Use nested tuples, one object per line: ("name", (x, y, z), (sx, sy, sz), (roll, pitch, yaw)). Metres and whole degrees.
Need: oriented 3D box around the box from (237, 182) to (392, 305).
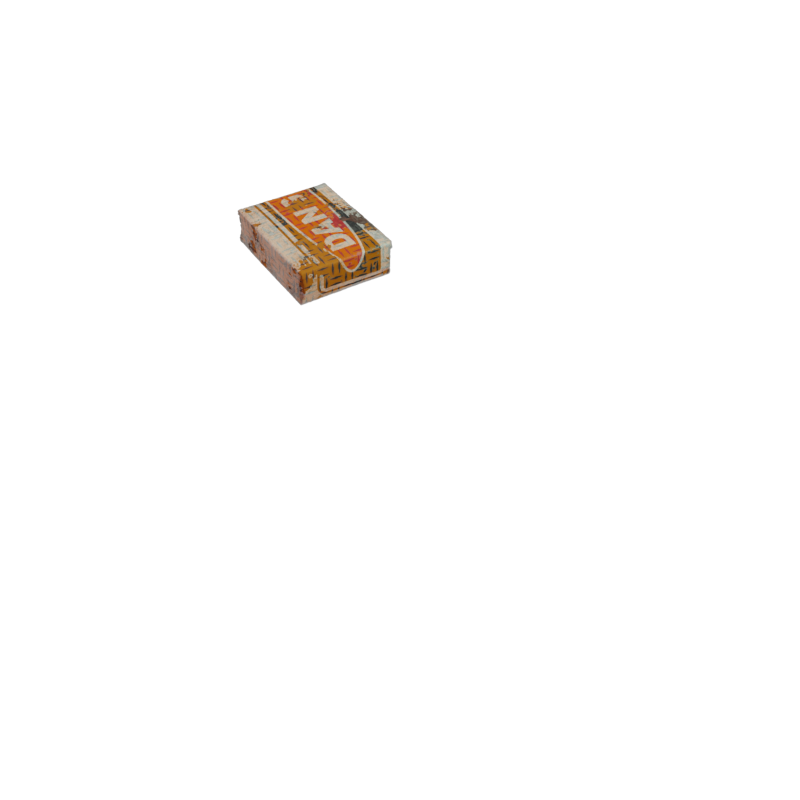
("box", (-0.074, -0.136, 0.950), (0.089, 0.036, 0.122), (-21, 42, -25))
